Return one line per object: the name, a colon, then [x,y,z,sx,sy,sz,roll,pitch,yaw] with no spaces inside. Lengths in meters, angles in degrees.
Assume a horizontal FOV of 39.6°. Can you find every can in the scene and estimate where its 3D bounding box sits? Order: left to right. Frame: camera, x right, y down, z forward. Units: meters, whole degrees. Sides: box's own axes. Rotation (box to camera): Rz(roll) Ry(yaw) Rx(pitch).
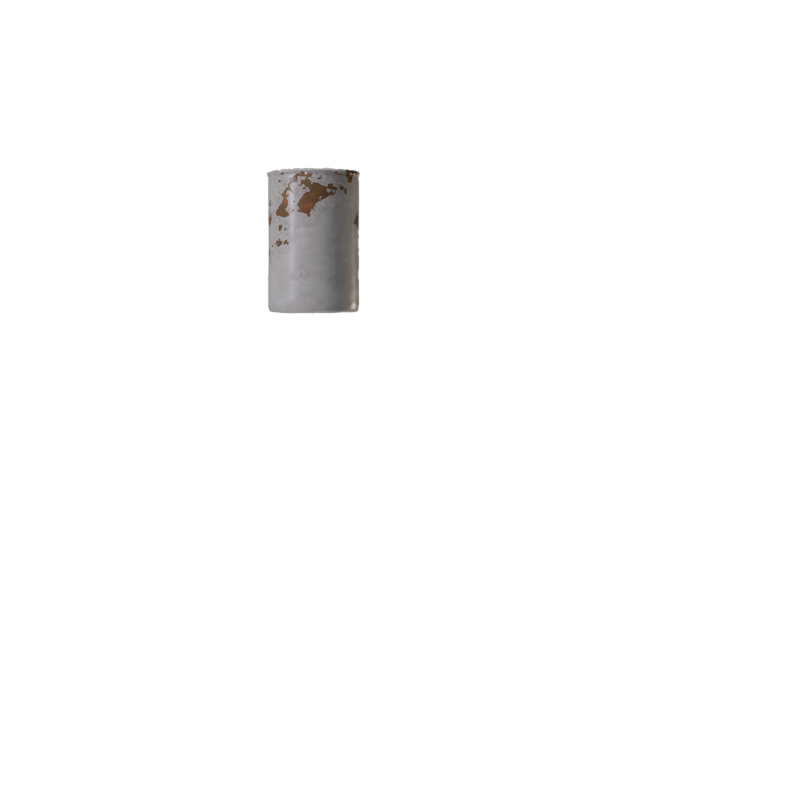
can: [-0.063,-0.115,0.808,0.068,0.102,0.069,0,1,-2]
